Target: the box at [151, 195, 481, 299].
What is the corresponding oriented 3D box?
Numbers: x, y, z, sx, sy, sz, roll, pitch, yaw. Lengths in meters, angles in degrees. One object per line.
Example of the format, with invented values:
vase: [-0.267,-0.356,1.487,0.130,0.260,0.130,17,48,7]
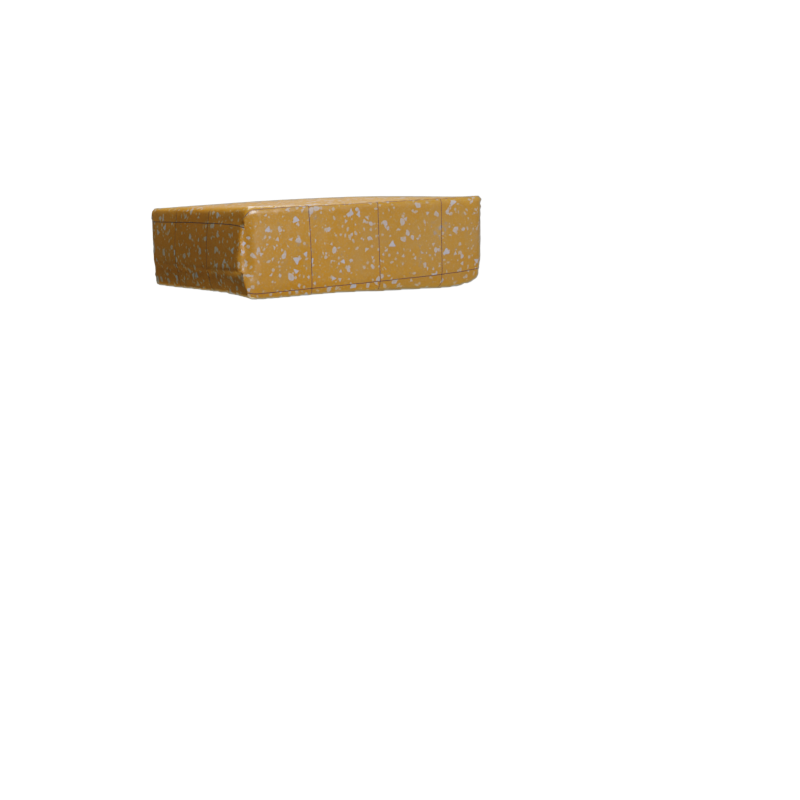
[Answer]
box: [-0.036,-0.067,0.467,0.110,0.038,0.094,-6,11,-32]
